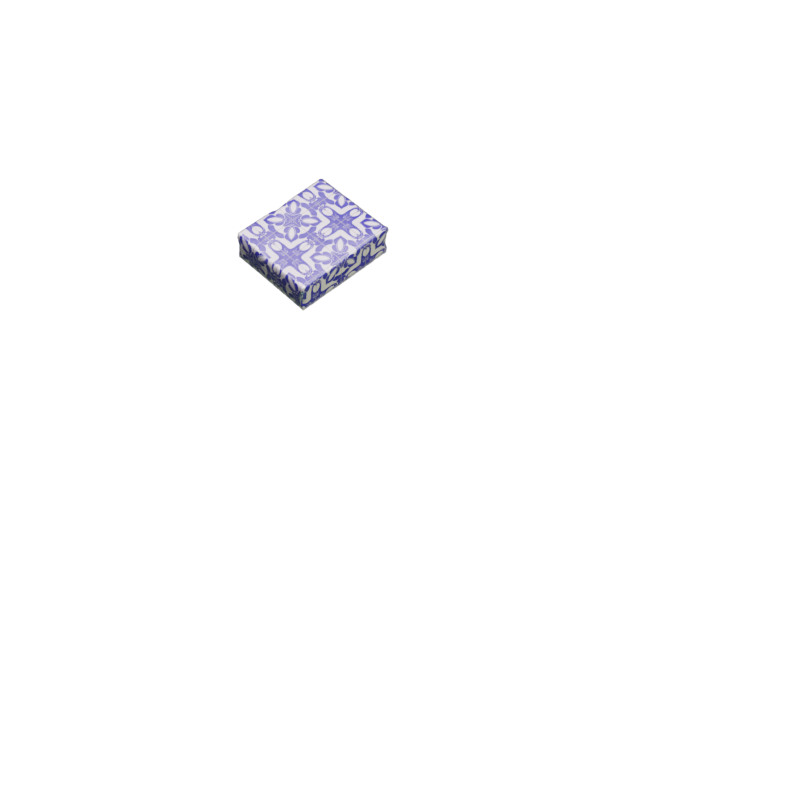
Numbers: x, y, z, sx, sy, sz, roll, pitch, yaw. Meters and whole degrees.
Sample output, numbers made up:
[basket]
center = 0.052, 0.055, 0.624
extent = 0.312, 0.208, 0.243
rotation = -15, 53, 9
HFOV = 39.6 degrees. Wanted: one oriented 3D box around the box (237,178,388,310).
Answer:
[box]
center = -0.065, -0.118, 0.827
extent = 0.090, 0.028, 0.078
rotation = -37, 61, -26
